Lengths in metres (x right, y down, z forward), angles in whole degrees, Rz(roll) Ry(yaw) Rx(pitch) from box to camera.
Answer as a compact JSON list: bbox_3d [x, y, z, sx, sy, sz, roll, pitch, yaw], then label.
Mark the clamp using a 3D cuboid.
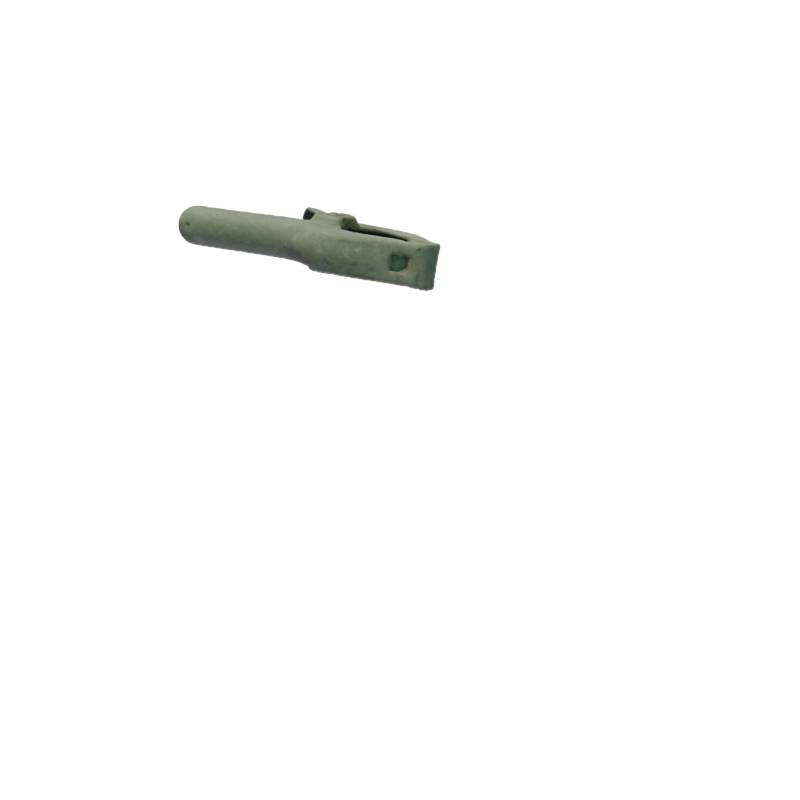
[{"bbox_3d":[-0.053,-0.097,0.679,0.117,0.038,0.181,-11,20,-35],"label":"clamp"}]
